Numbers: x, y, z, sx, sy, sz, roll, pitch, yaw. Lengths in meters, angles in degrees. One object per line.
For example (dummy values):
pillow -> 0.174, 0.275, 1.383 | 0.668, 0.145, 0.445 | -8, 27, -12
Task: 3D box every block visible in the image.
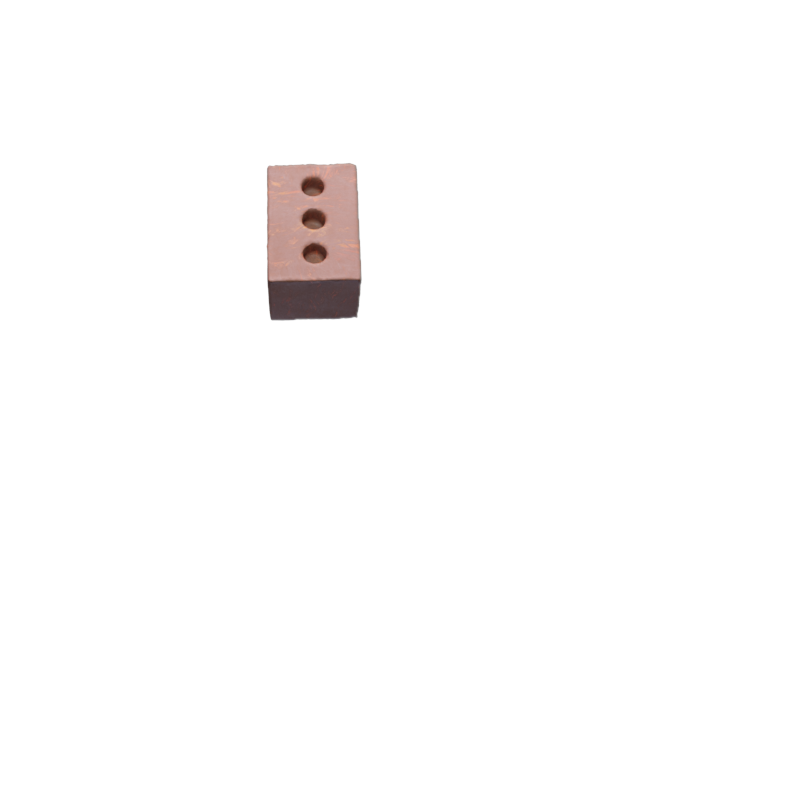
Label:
block -> -0.050, -0.091, 0.636 | 0.053, 0.083, 0.048 | -2, -27, -3
